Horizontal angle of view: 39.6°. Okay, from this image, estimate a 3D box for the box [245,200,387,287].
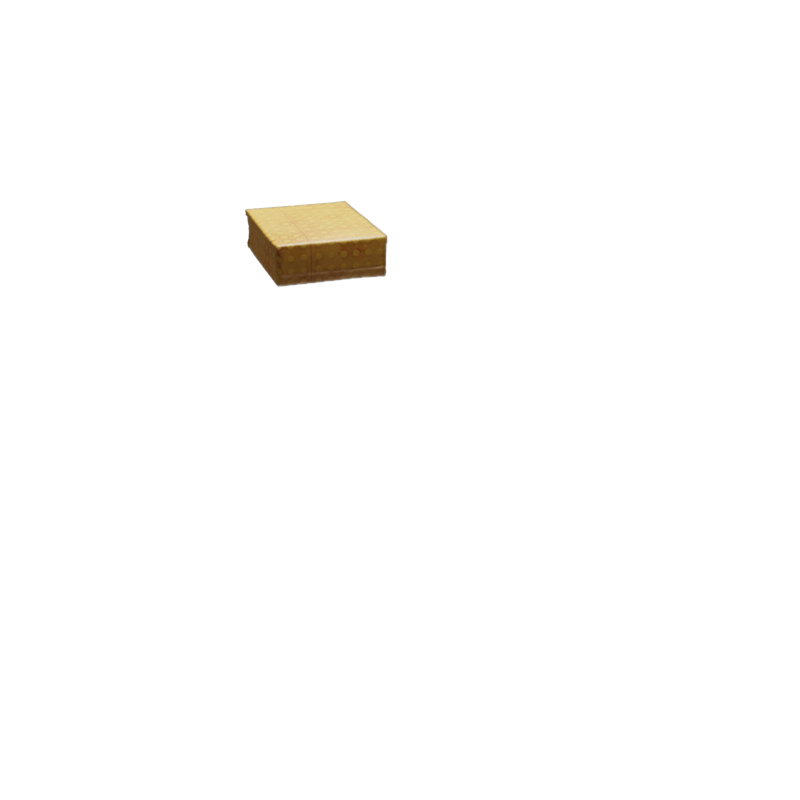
[{"bbox_3d":[-0.070,-0.128,0.898,0.088,0.037,0.120,-7,23,-17],"label":"box"}]
